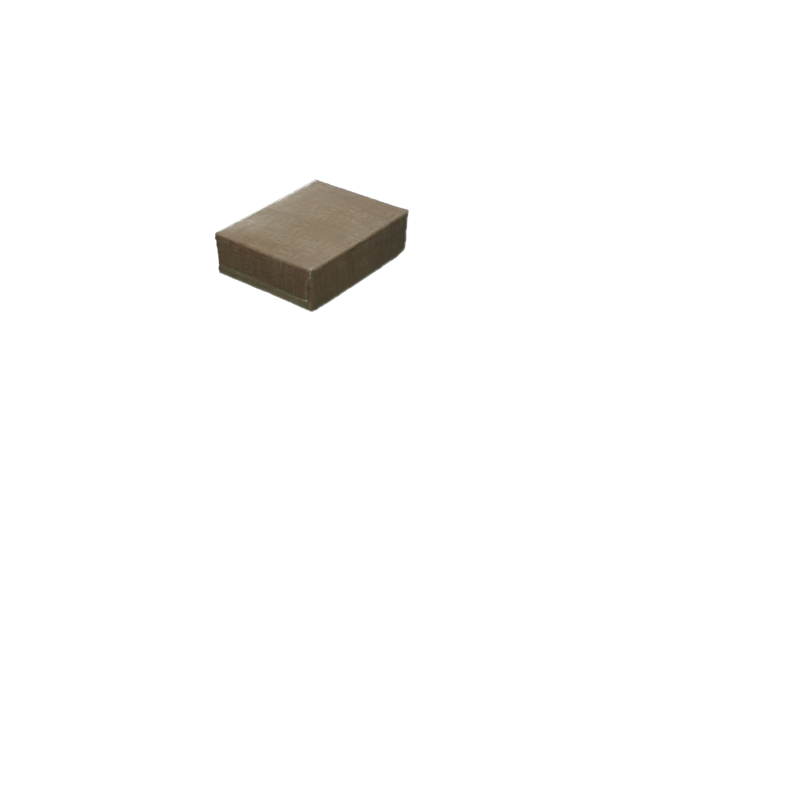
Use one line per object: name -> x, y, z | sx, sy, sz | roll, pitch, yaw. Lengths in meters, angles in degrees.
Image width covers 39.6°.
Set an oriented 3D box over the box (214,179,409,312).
box -> -0.062, -0.113, 0.793 | 0.095, 0.037, 0.114 | 23, 40, 31
